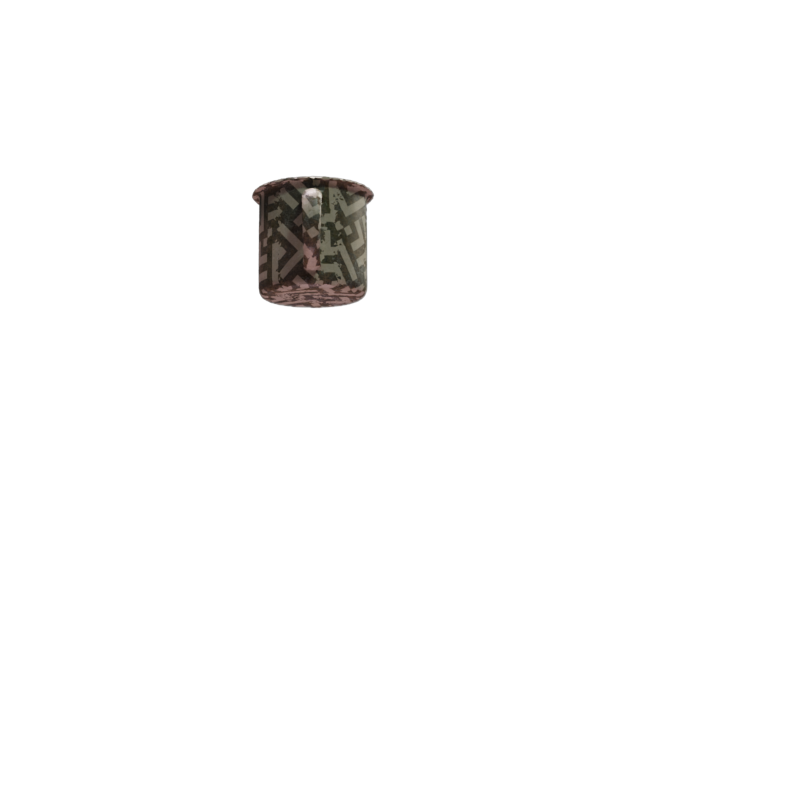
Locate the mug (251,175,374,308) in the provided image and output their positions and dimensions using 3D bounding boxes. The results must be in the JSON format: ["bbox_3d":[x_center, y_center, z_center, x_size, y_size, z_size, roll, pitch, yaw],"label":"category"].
[{"bbox_3d":[-0.065,-0.118,0.826,0.093,0.084,0.114,0,-10,-5],"label":"mug"}]
